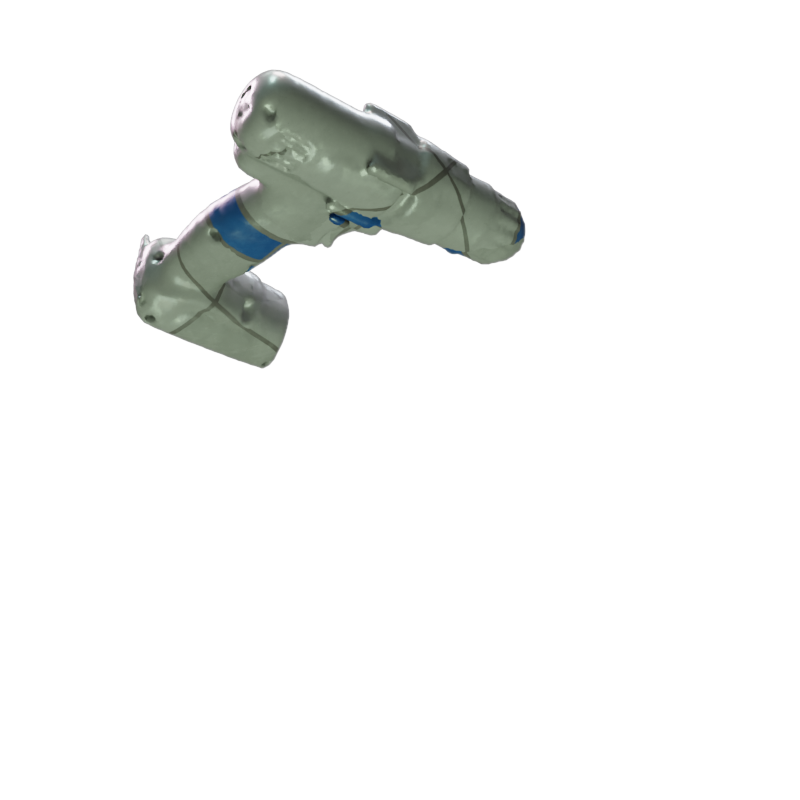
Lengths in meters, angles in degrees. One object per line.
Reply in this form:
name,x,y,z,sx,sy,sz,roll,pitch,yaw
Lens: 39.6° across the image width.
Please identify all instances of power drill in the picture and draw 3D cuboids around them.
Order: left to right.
power drill,-0.049,-0.089,0.626,0.174,0.062,0.185,26,-44,-30
